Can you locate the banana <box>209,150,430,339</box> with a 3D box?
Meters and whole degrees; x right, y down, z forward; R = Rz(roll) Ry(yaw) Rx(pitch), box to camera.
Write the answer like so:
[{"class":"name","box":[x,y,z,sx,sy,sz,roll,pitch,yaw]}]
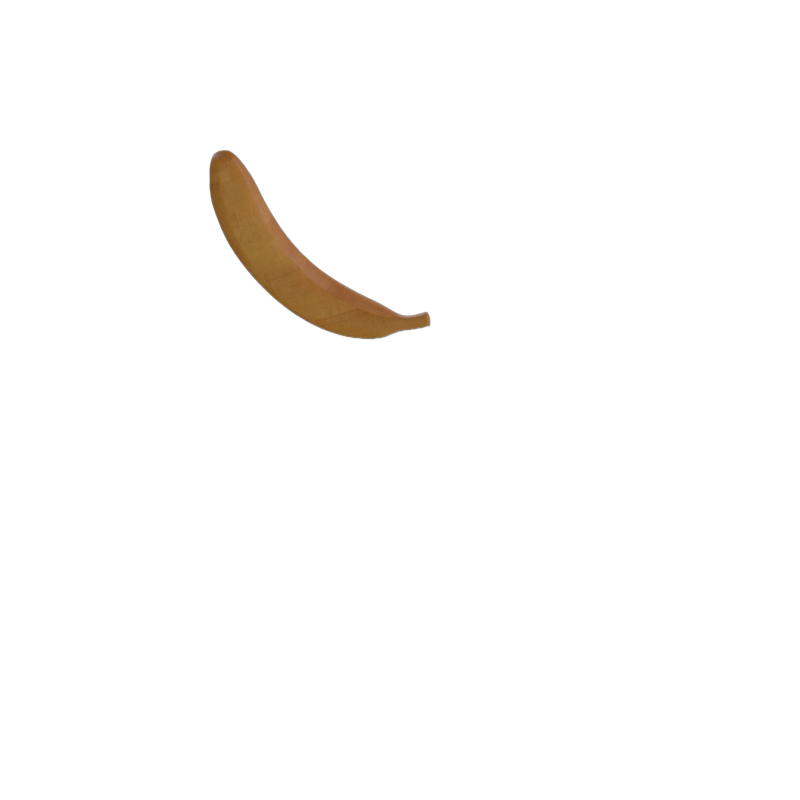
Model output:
[{"class":"banana","box":[-0.071,-0.097,0.781,0.188,0.068,0.039,37,25,-21]}]
